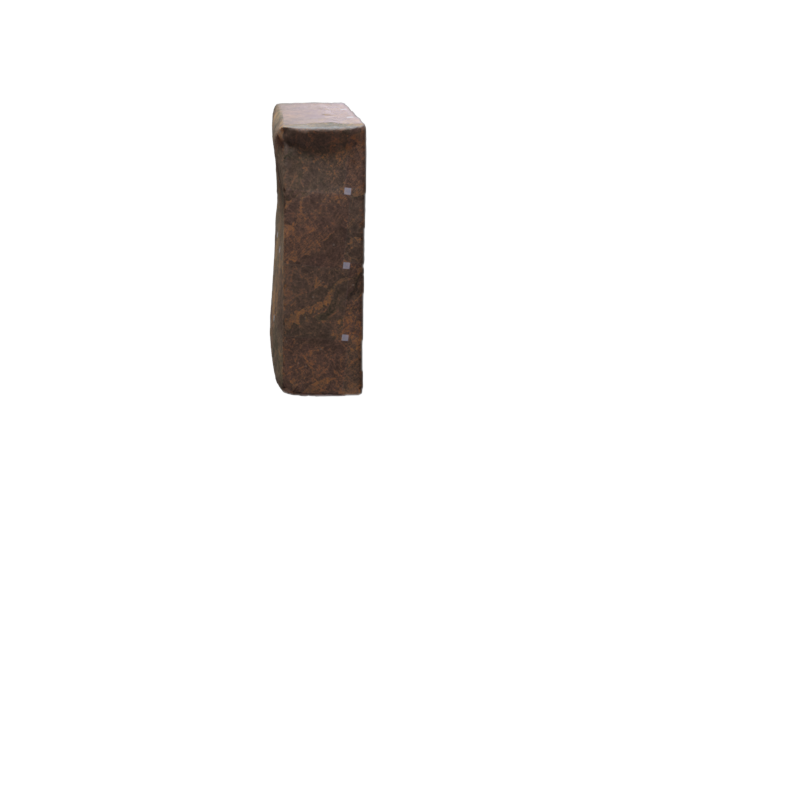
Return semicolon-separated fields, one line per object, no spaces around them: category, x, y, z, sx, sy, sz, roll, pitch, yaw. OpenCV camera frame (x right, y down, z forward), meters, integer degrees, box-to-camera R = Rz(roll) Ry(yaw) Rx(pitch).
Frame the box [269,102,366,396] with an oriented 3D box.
box;-0.071;-0.130;0.912;0.071;0.207;0.171;-1;16;-8
